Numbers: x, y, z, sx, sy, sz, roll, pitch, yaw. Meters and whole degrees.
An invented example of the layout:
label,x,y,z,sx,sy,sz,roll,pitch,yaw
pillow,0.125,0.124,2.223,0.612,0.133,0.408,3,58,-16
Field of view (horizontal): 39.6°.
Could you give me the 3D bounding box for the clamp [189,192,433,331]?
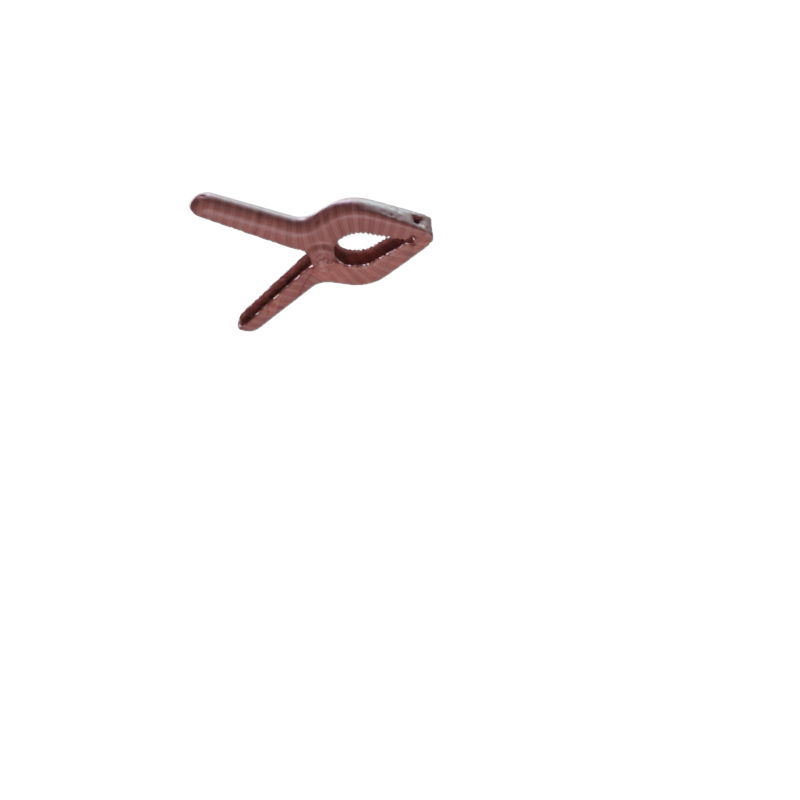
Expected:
label,x,y,z,sx,sy,sz,roll,pitch,yaw
clamp,-0.078,-0.142,0.997,0.212,0.039,0.152,-13,-45,13
